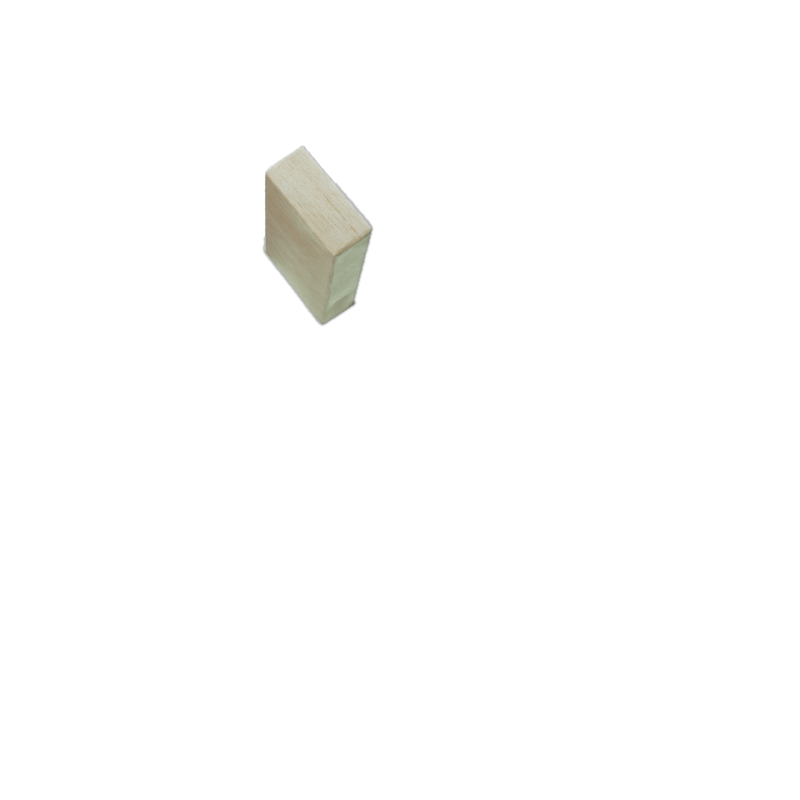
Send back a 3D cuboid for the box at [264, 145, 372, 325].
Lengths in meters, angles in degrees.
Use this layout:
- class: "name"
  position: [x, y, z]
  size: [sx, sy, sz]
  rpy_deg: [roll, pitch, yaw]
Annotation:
- class: "box"
  position: [-0.074, -0.134, 0.936]
  size: [0.048, 0.097, 0.169]
  rpy_deg: [-36, -10, -12]
